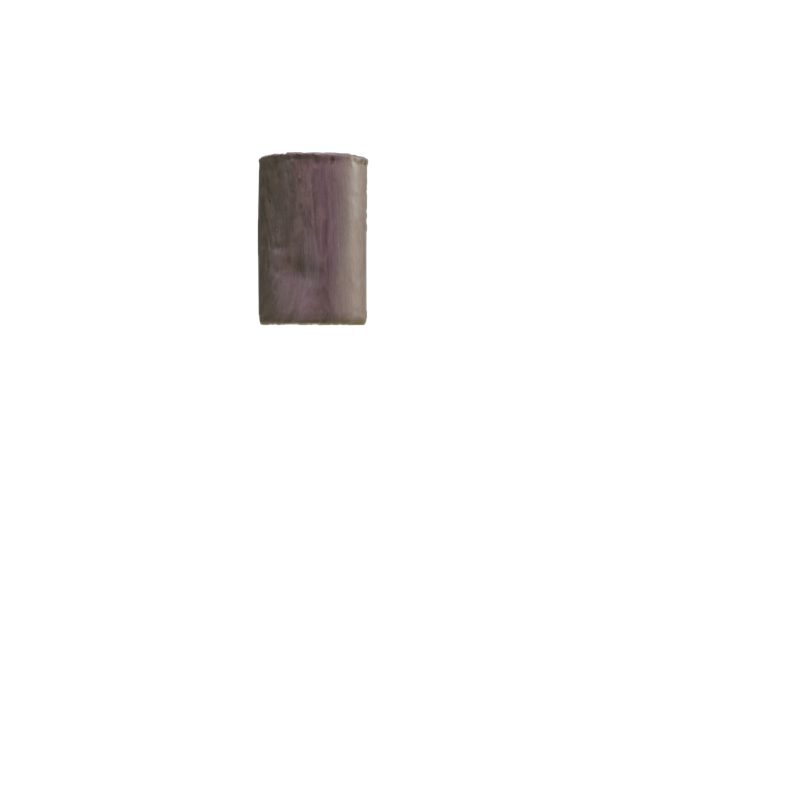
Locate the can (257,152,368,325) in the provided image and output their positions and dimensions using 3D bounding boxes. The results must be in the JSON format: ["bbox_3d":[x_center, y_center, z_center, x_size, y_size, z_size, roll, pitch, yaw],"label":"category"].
[{"bbox_3d":[-0.053,-0.097,0.681,0.068,0.103,0.068,0,-2,-2],"label":"can"}]
